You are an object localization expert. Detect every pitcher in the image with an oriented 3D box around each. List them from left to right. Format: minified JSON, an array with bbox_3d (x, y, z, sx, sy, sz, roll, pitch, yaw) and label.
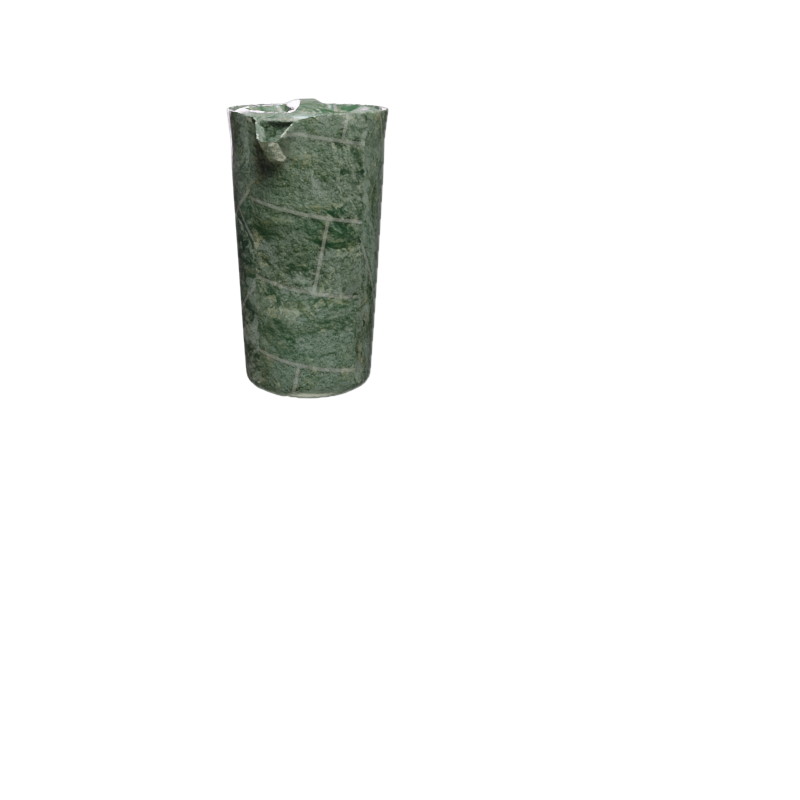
[{"bbox_3d":[-0.074,-0.135,0.945,0.145,0.236,0.153,-6,16,-27],"label":"pitcher"}]
